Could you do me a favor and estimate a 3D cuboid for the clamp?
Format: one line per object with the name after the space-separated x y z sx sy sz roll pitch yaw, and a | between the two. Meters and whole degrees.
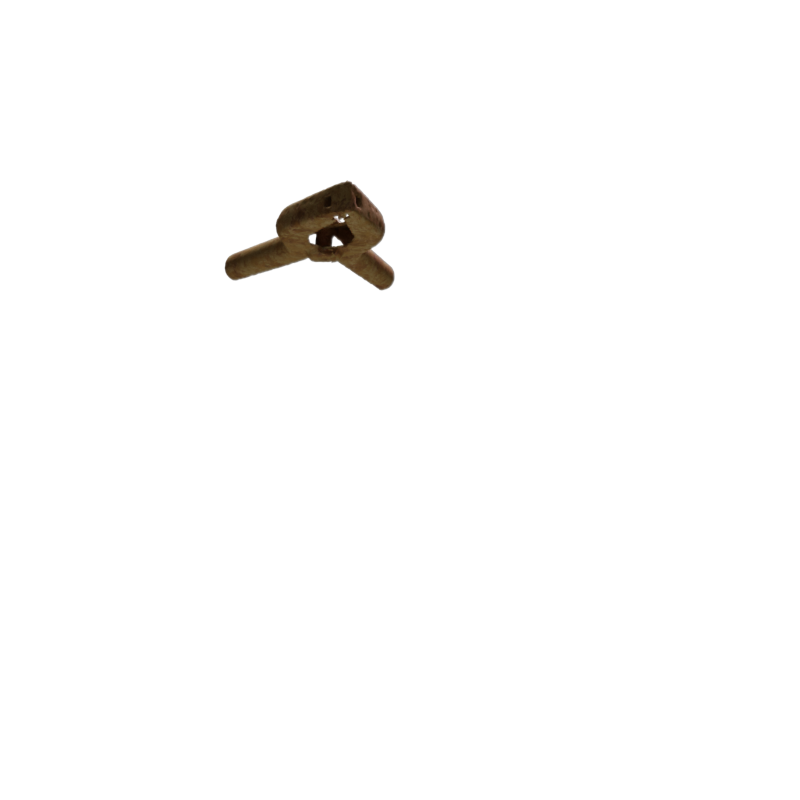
-0.078 -0.142 0.994 0.164 0.038 0.203 1 -14 -4 | clamp
